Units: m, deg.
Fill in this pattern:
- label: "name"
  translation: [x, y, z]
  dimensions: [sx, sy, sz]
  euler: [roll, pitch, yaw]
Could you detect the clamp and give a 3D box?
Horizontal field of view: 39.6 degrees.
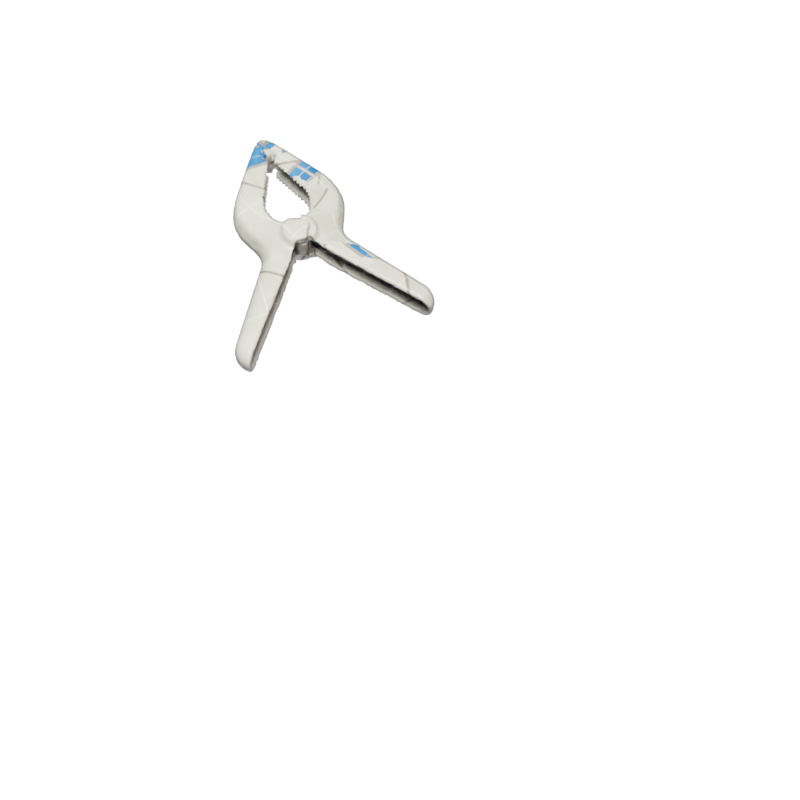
- label: "clamp"
  translation: [-0.072, -0.132, 0.923]
  dimensions: [0.163, 0.225, 0.034]
  euler: [-12, -30, -7]
